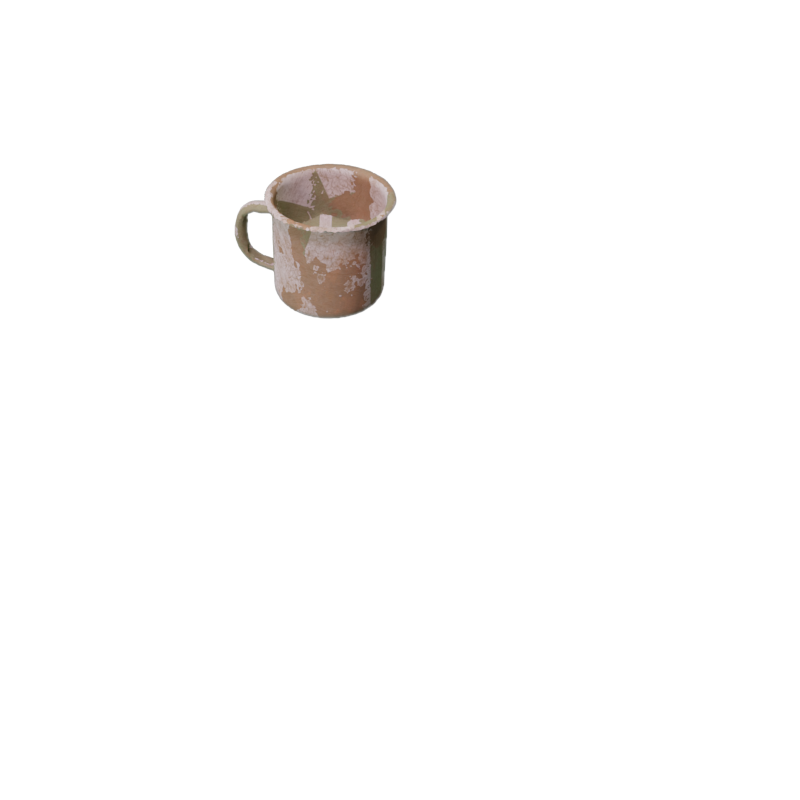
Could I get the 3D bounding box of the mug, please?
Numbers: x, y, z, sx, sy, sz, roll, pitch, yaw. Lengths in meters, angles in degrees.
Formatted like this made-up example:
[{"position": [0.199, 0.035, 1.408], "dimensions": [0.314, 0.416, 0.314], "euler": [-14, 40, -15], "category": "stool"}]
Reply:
[{"position": [-0.063, -0.115, 0.802], "dimensions": [0.118, 0.076, 0.098], "euler": [6, 38, 7], "category": "mug"}]
